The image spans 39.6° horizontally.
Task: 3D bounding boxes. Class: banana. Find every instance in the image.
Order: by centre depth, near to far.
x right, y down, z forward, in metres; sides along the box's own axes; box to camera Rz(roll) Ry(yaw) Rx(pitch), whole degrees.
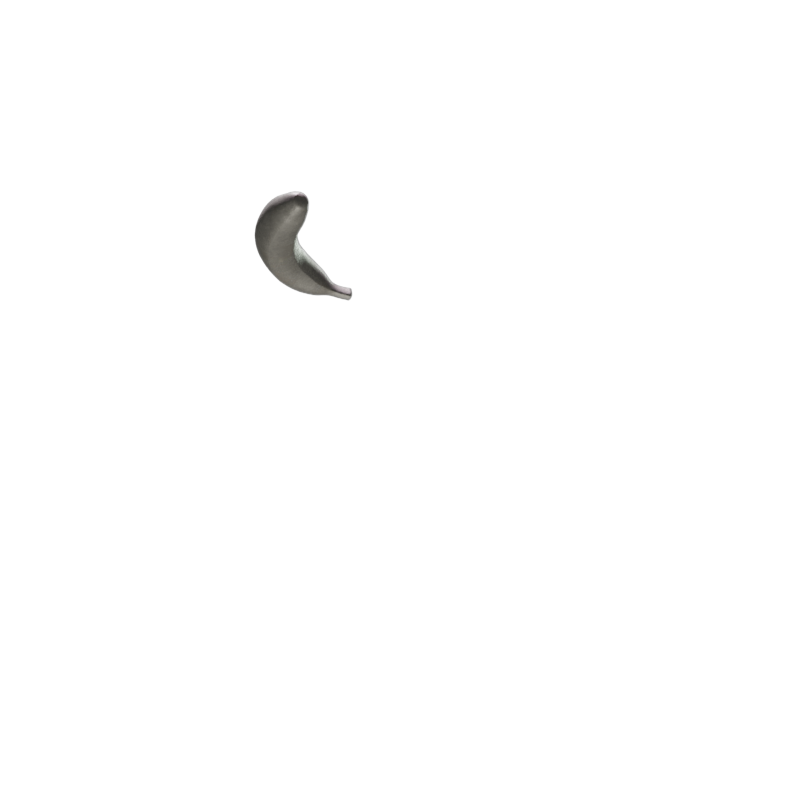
[{"bbox_3d":[-0.094,-0.137,0.983,0.070,0.039,0.186,-4,-19,10],"label":"banana"}]
